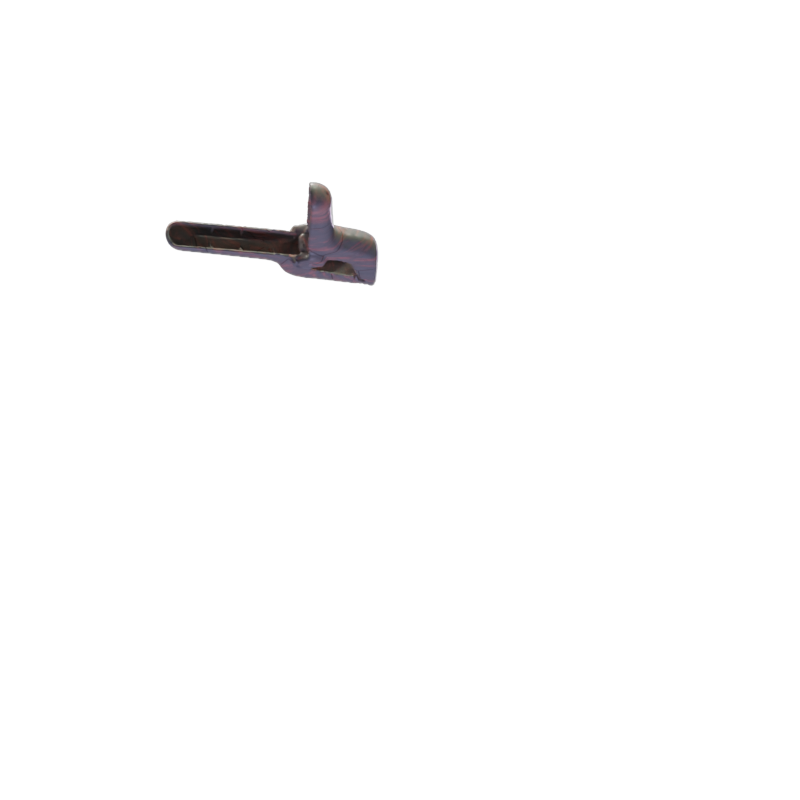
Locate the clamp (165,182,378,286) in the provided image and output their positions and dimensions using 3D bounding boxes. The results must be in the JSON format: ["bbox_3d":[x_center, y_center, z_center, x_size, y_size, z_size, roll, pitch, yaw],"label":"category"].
[{"bbox_3d":[-0.076,-0.139,0.971,0.168,0.038,0.198,-9,-15,40],"label":"clamp"}]
